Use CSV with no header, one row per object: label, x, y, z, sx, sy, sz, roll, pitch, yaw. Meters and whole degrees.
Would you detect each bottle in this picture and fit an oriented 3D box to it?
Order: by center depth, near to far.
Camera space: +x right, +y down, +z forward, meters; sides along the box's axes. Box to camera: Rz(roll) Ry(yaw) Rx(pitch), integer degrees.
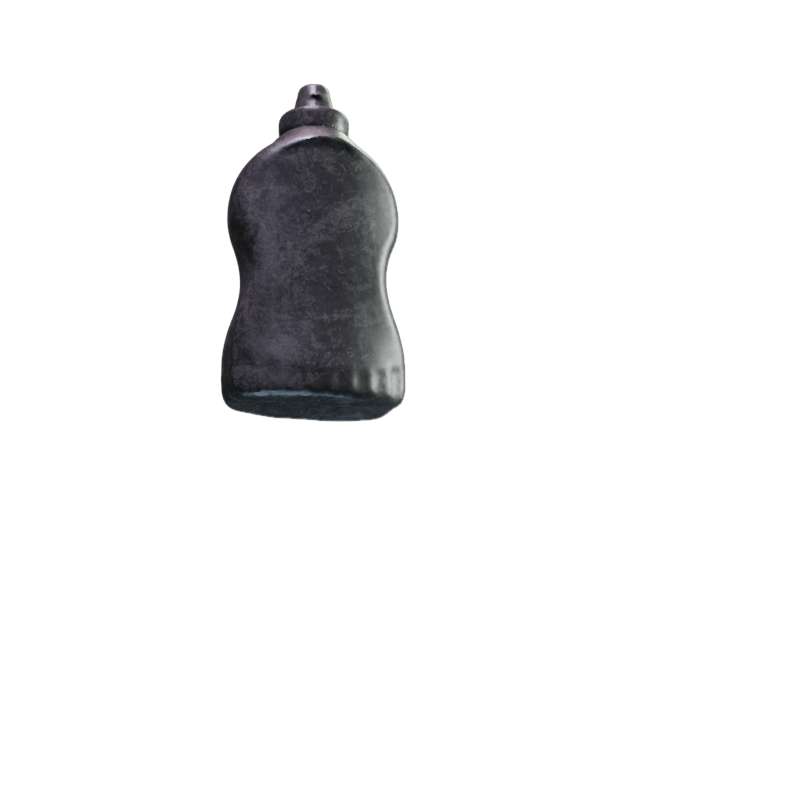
bottle,-0.048,-0.088,0.617,0.094,0.201,0.057,4,-22,-15
